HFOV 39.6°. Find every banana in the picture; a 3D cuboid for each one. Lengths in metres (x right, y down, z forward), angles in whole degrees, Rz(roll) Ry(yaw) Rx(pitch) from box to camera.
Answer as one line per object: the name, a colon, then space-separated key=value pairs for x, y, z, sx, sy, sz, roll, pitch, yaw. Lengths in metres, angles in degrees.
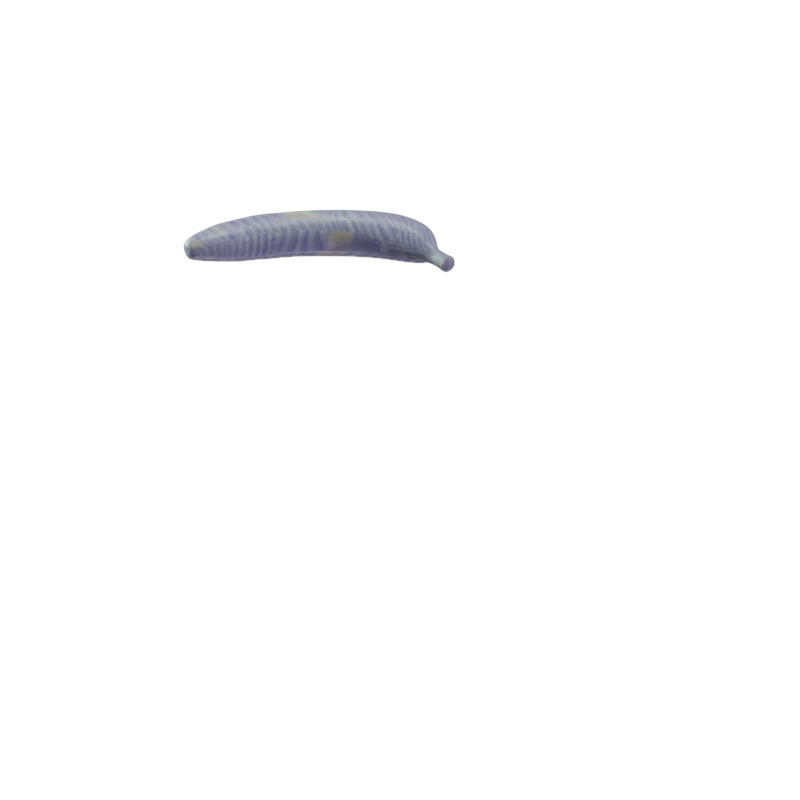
banana: x=-0.059 y=-0.122 z=0.831 sx=0.199 sy=0.036 sz=0.071 roll=2 pitch=17 yaw=5
